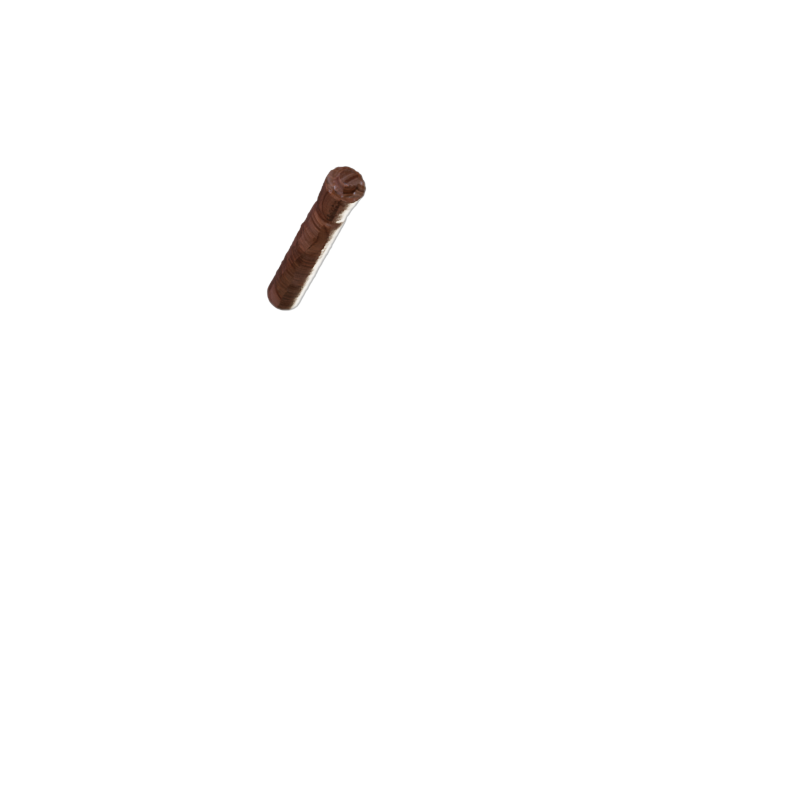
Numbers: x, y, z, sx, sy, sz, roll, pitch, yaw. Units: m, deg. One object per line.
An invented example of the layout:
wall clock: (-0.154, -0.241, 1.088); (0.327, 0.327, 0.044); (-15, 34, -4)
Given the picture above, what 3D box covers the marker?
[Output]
marker: (-0.042, -0.076, 0.533); (0.019, 0.021, 0.117); (0, -21, -21)
